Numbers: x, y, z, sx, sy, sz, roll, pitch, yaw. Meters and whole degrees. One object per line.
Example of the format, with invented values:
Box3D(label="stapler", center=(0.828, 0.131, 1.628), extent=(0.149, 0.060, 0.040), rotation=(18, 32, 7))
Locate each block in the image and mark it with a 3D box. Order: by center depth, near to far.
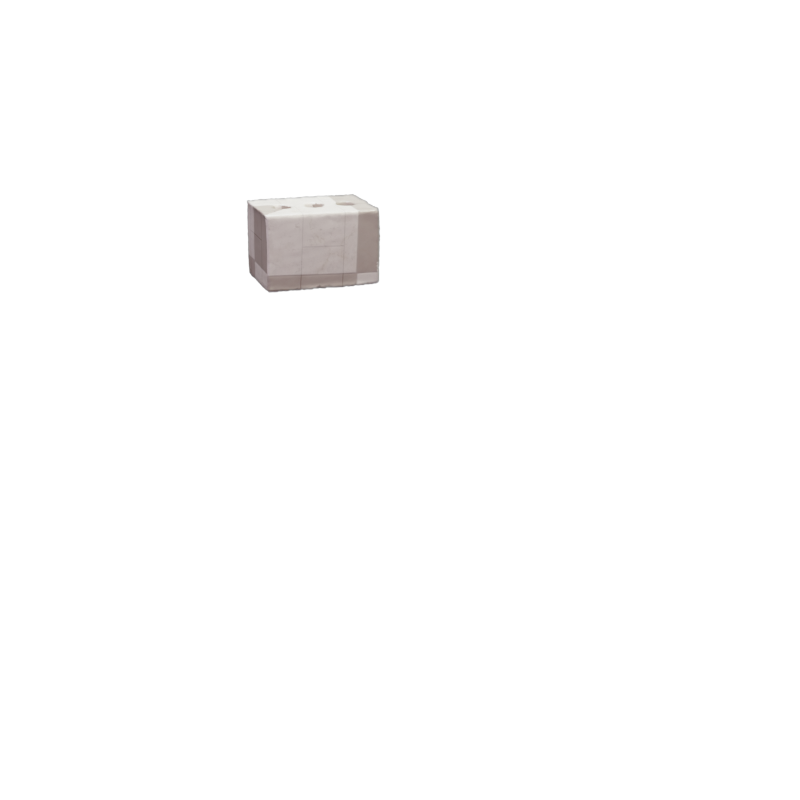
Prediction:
Box3D(label="block", center=(-0.057, -0.104, 0.729), extent=(0.076, 0.049, 0.056), rotation=(-6, 18, -18))
